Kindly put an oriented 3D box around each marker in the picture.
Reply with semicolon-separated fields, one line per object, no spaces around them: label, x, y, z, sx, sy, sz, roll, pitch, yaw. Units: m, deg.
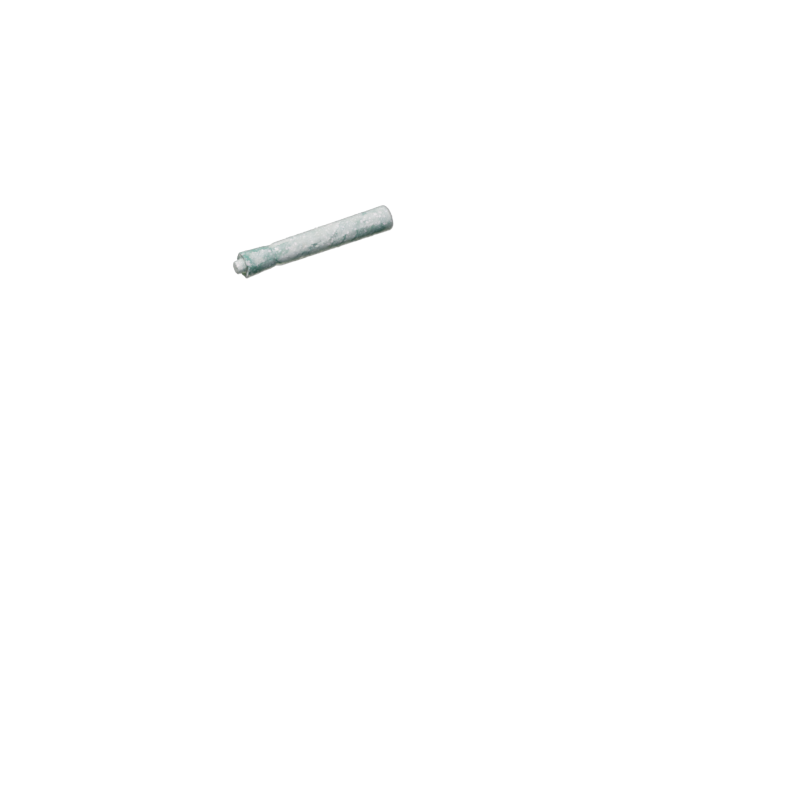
marker;-0.061;-0.111;0.779;0.120;0.019;0.020;-22;13;-21
